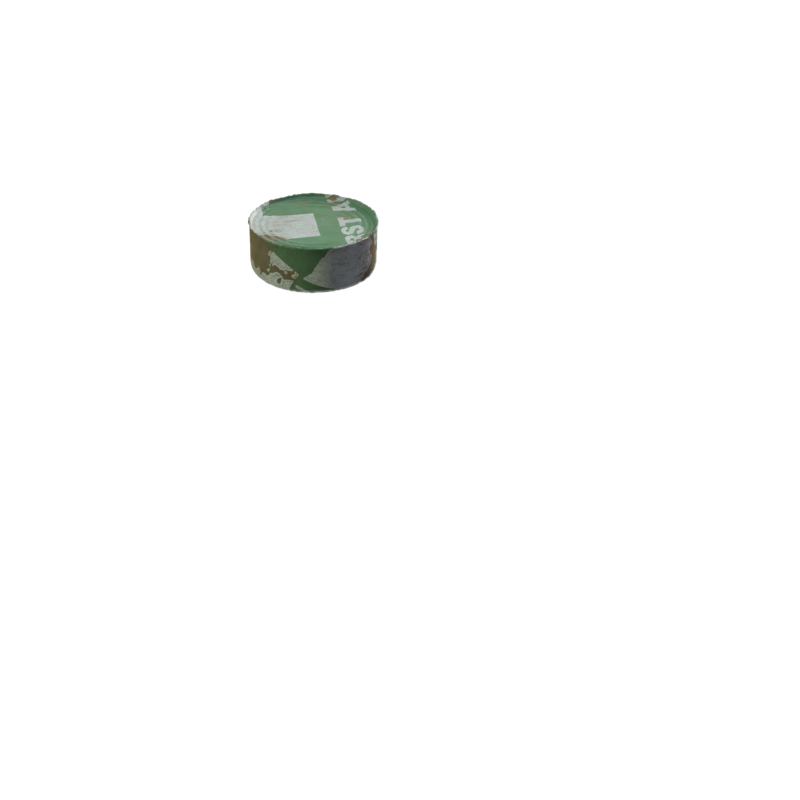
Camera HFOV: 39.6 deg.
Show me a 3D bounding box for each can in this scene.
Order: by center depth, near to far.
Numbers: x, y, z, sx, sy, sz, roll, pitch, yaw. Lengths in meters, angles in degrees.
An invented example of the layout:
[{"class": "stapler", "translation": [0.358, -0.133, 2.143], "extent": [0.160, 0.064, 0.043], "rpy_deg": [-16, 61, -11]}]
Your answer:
[{"class": "can", "translation": [-0.057, -0.105, 0.734], "extent": [0.086, 0.032, 0.091], "rpy_deg": [-1, 32, -2]}]
